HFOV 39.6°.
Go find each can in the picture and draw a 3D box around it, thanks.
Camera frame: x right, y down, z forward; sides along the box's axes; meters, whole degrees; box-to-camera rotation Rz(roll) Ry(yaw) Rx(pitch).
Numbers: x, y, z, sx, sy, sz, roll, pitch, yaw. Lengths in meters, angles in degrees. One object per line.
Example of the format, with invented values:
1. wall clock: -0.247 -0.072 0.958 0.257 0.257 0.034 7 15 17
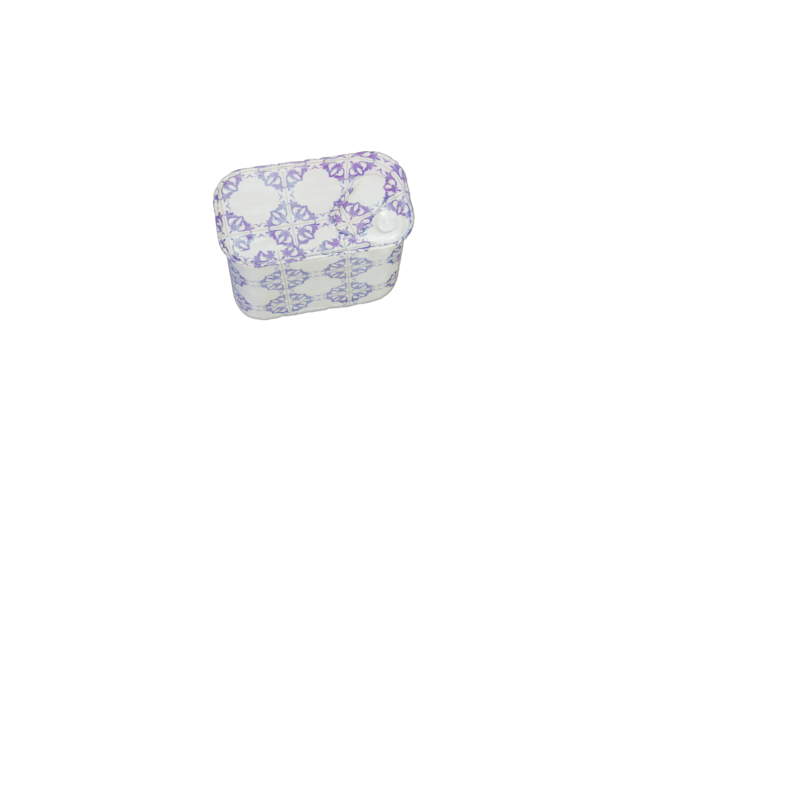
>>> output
1. can: -0.047 -0.087 0.607 0.101 0.061 0.080 -9 -20 -5
